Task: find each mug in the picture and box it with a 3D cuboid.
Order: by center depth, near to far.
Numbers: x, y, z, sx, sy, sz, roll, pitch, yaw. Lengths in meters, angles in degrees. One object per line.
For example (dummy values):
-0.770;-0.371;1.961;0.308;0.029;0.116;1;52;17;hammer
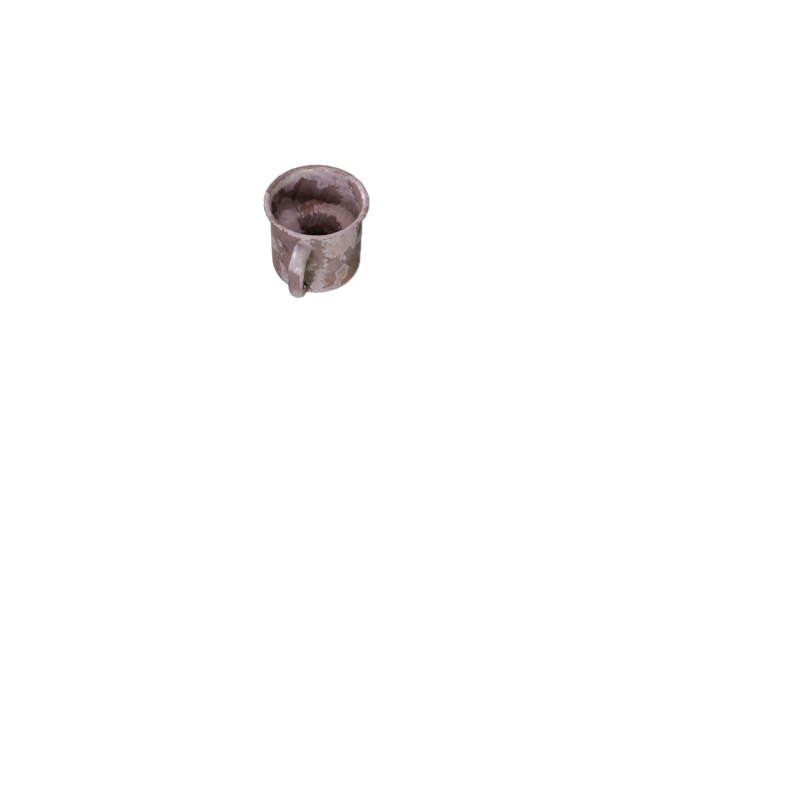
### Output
-0.077;-0.141;0.988;0.094;0.124;0.076;9;-39;6;mug
